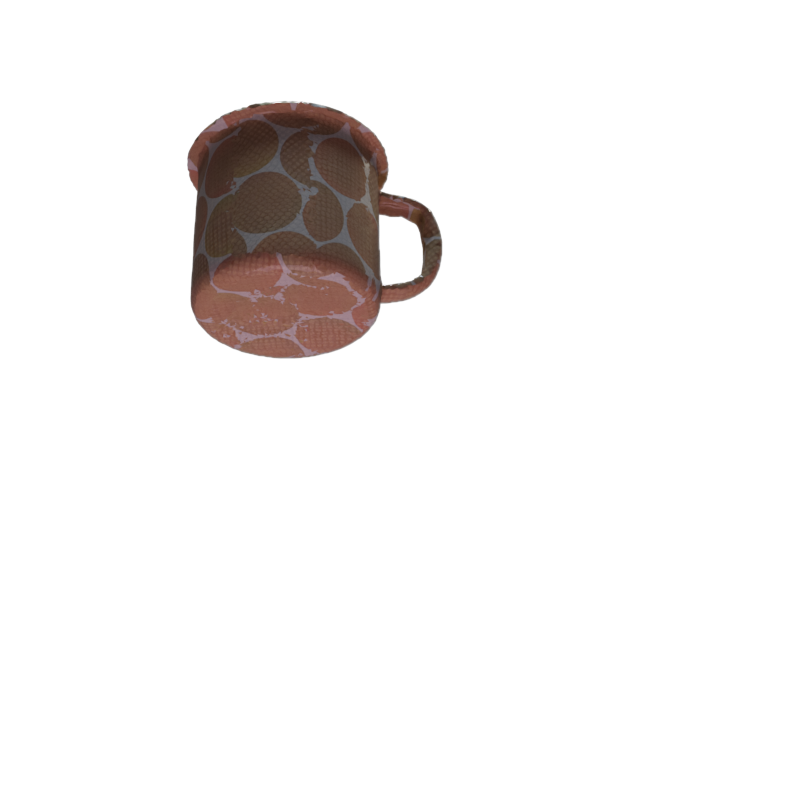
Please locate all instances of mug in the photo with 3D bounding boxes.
[{"bbox_3d":[-0.039,-0.070,0.493,0.115,0.087,0.089,6,-31,-12],"label":"mug"}]
